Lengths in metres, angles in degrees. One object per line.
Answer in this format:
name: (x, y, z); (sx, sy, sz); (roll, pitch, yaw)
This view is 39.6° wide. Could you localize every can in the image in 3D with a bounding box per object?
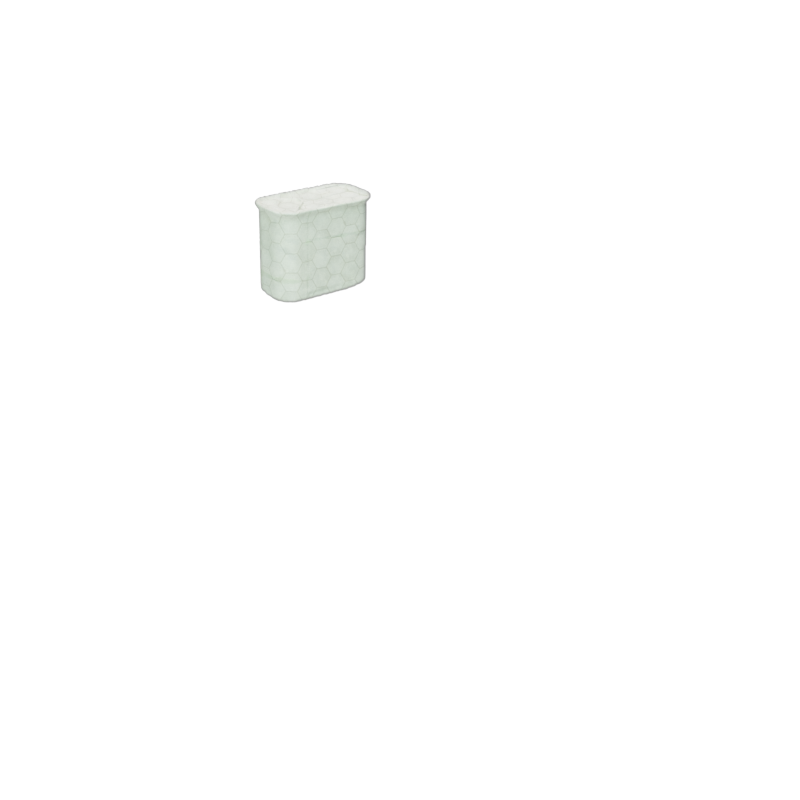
can: (-0.077, -0.141, 0.986); (0.100, 0.080, 0.061); (-16, 28, -34)
